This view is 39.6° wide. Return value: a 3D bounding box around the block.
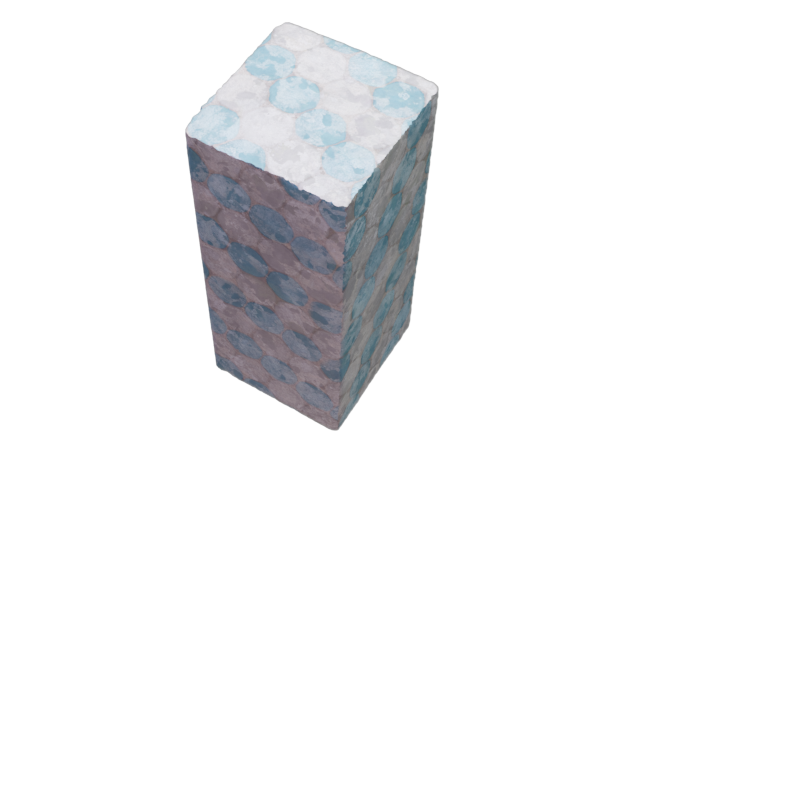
[{"bbox_3d":[-0.047,-0.085,0.593,0.093,0.093,0.193,27,-29,13],"label":"block"}]
